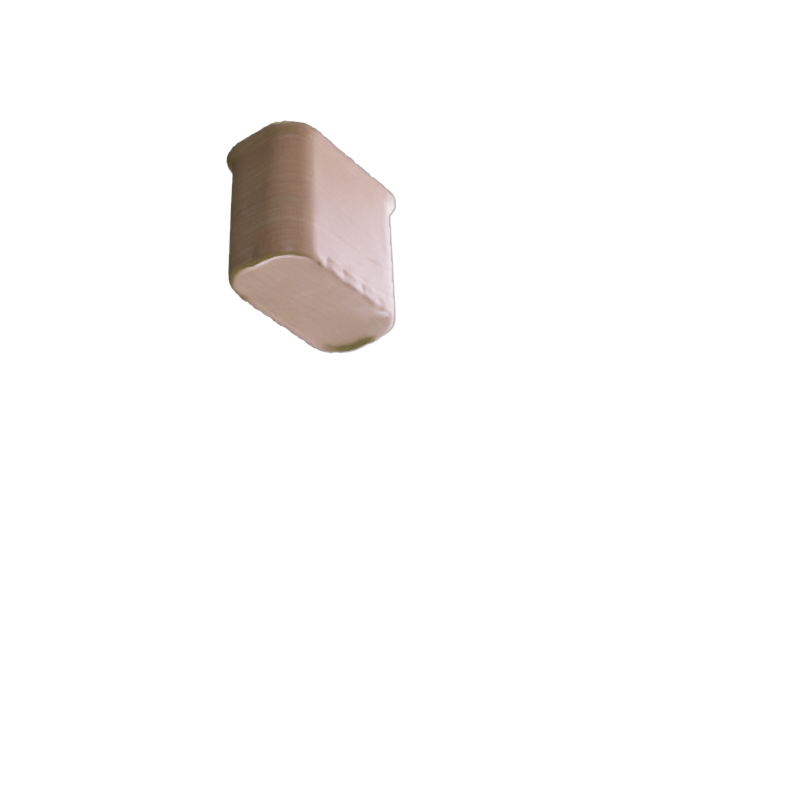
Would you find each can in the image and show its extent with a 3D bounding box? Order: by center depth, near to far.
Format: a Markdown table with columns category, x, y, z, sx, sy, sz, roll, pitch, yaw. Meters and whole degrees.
| category | x | y | z | sx | sy | sz | roll | pitch | yaw |
| --- | --- | --- | --- | --- | --- | --- | --- | --- | --- |
| can | -0.046 | -0.084 | 0.588 | 0.058 | 0.090 | 0.095 | -24 | -40 | 30 |
